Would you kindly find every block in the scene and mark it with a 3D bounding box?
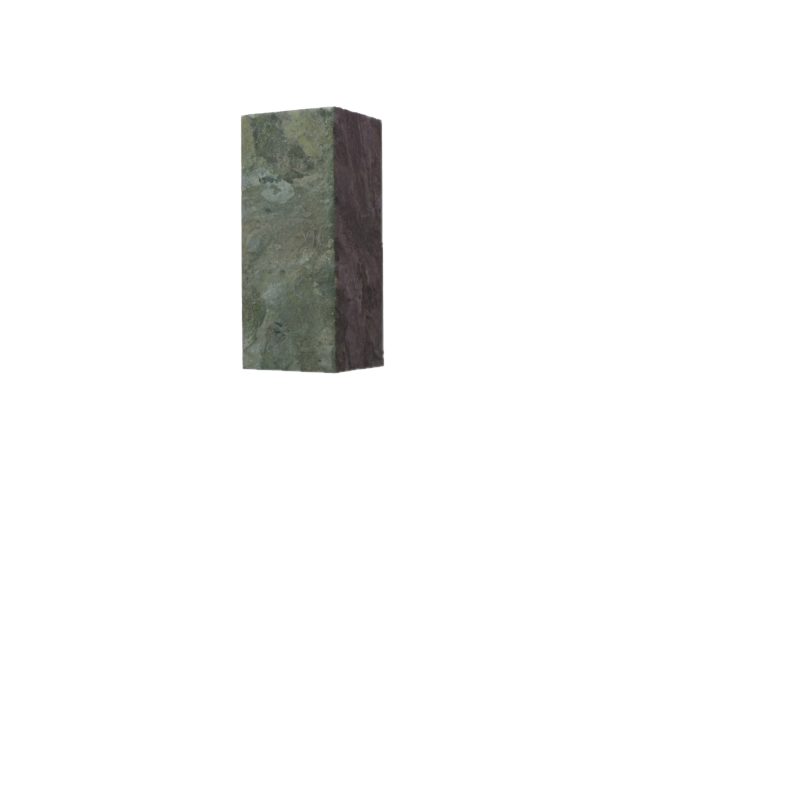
[{"bbox_3d":[-0.072,-0.130,0.911,0.094,0.207,0.087,0,-1,27],"label":"block"}]
